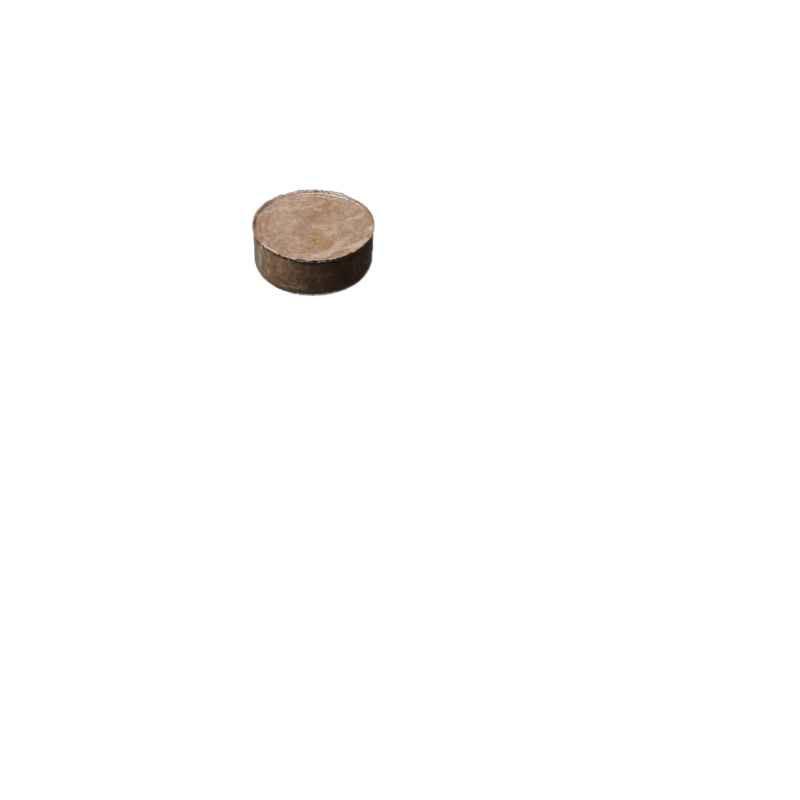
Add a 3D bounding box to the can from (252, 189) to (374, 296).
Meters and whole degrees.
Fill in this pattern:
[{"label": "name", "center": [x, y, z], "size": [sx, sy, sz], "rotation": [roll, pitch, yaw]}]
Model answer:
[{"label": "can", "center": [-0.061, -0.112, 0.783], "size": [0.086, 0.031, 0.092], "rotation": [-1, 41, -2]}]
